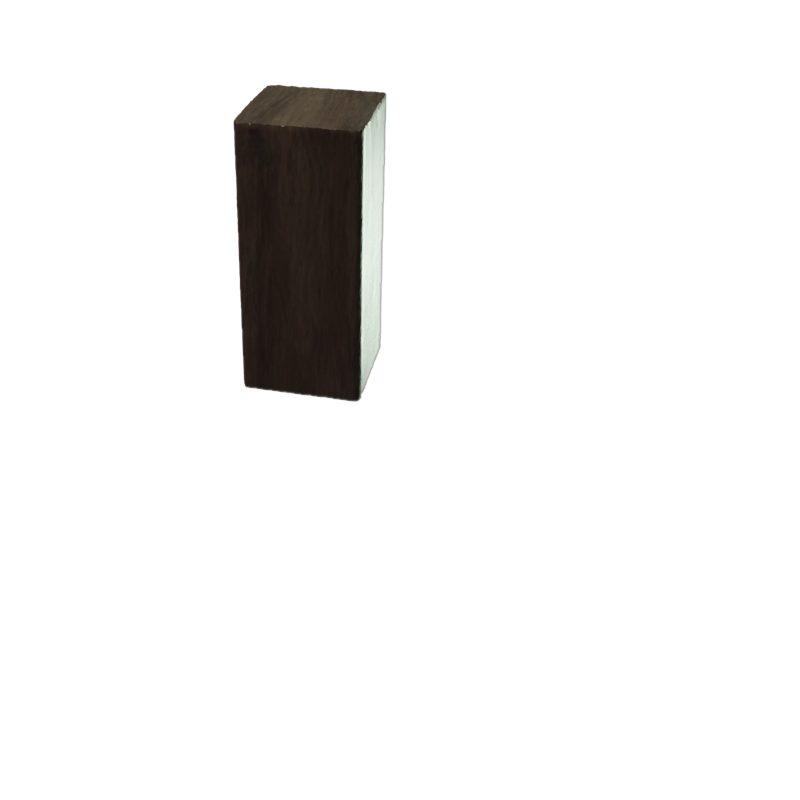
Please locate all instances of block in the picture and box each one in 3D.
[{"bbox_3d":[-0.063,-0.114,0.801,0.092,0.195,0.094,7,28,10],"label":"block"}]
